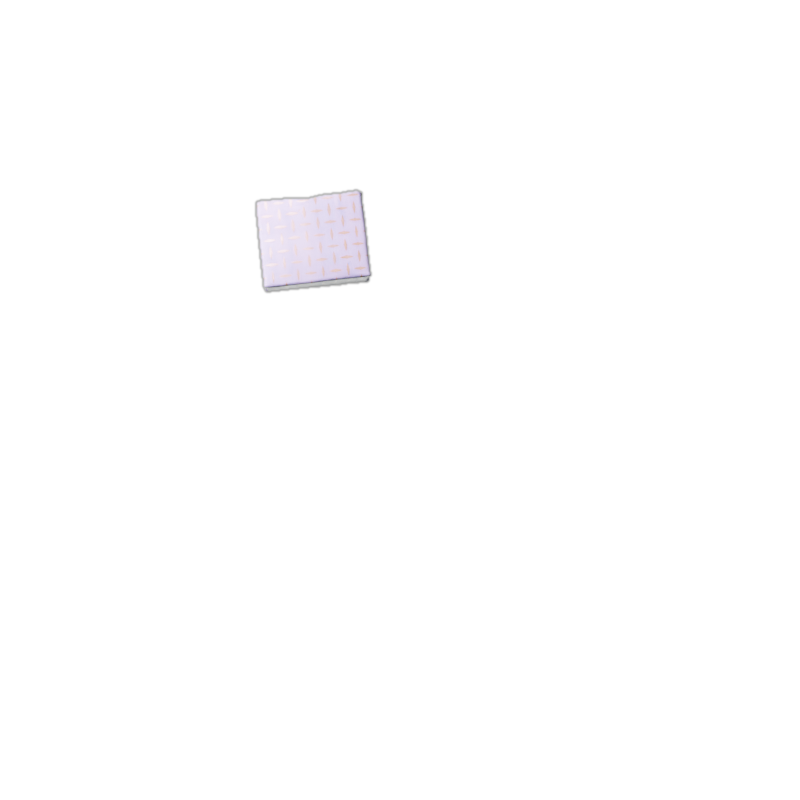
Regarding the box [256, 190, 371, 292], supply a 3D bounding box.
[{"bbox_3d":[-0.072,-0.131,0.916,0.089,0.075,0.029,-6,-11,-2],"label":"box"}]
